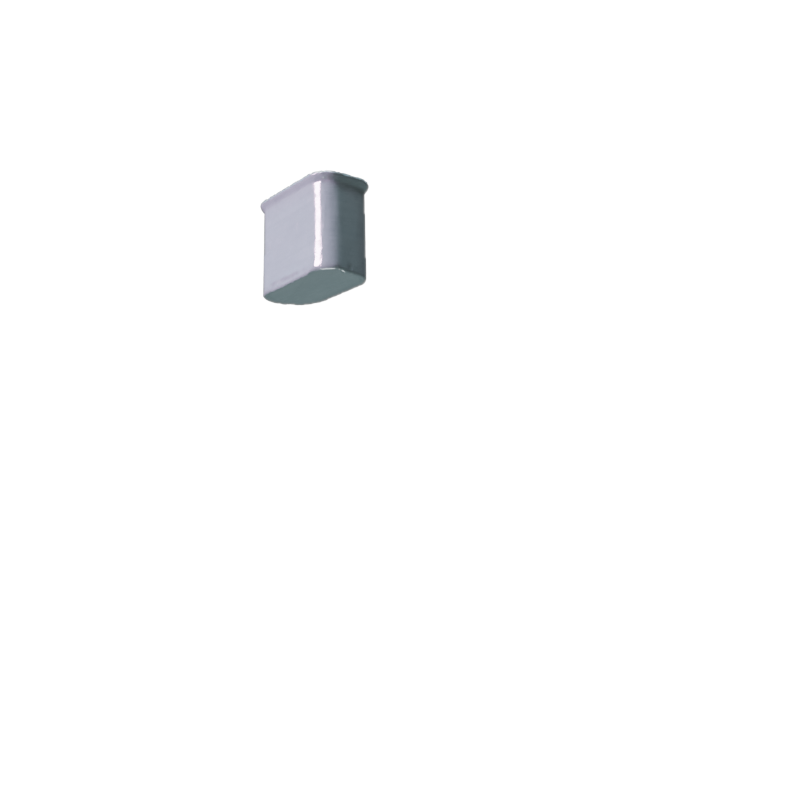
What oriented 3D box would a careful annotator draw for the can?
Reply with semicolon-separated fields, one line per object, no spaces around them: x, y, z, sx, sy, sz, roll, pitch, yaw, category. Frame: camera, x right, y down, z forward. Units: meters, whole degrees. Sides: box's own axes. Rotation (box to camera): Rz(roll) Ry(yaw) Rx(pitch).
-0.071;-0.130;0.912;0.055;0.088;0.103;13;-22;-36;can
